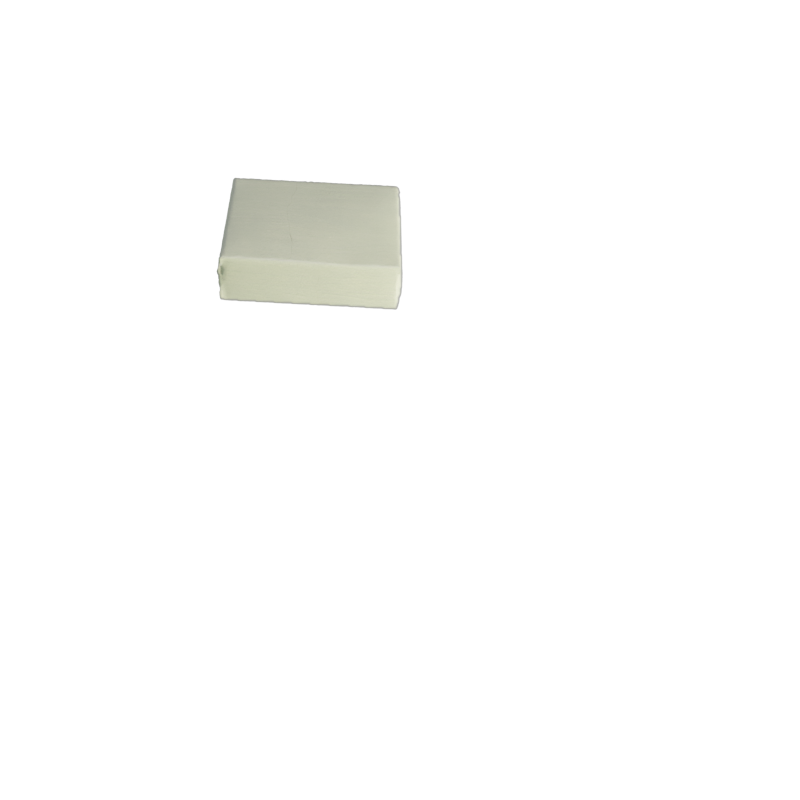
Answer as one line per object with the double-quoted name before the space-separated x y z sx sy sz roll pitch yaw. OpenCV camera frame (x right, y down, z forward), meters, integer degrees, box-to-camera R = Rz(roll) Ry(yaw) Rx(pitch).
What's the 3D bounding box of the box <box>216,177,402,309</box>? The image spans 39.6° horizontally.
"box" -0.055 -0.101 0.704 0.114 0.036 0.096 1 40 0
